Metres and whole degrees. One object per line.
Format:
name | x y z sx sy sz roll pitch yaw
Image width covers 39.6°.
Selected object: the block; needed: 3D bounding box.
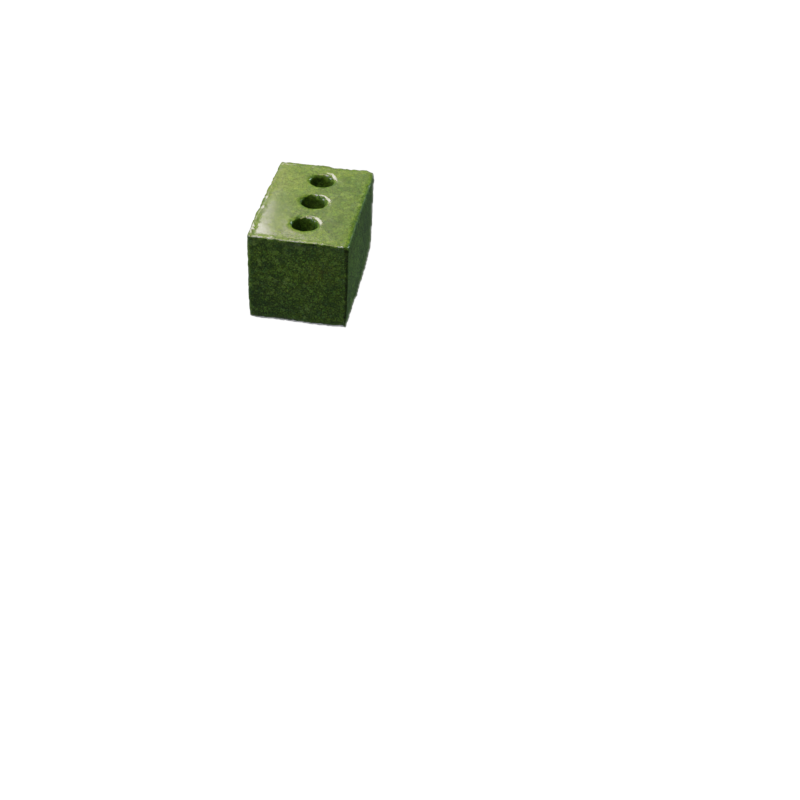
block | -0.046 -0.083 0.582 0.053 0.048 0.082 6 38 6
